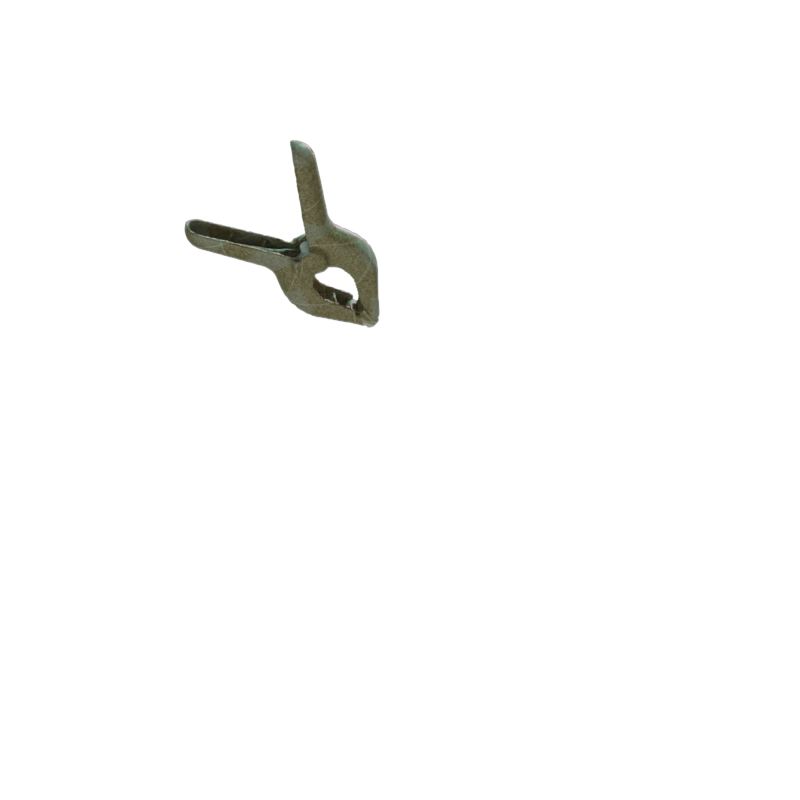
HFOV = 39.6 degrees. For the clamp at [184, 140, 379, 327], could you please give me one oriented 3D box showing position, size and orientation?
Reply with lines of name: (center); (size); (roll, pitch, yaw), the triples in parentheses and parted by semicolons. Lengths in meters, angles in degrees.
clamp: (-0.067, -0.123, 0.860); (0.162, 0.042, 0.118); (33, -56, -27)
